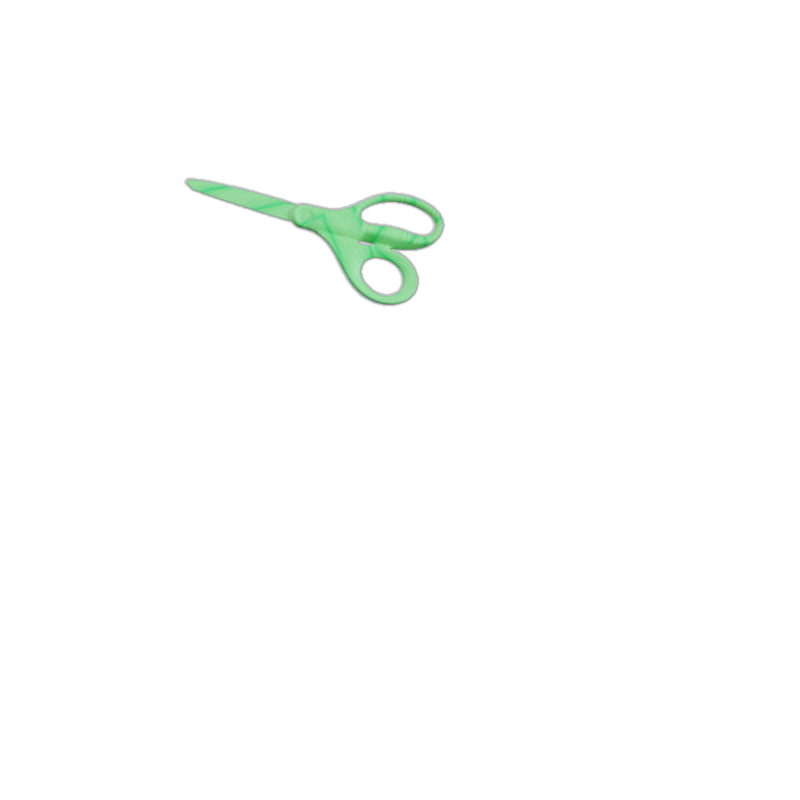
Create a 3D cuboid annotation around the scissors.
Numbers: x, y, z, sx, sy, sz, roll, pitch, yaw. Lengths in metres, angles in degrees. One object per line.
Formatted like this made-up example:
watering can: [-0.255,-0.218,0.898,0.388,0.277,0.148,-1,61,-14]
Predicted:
scissors: [-0.067,-0.123,0.861,0.202,0.099,0.015,1,-11,0]
